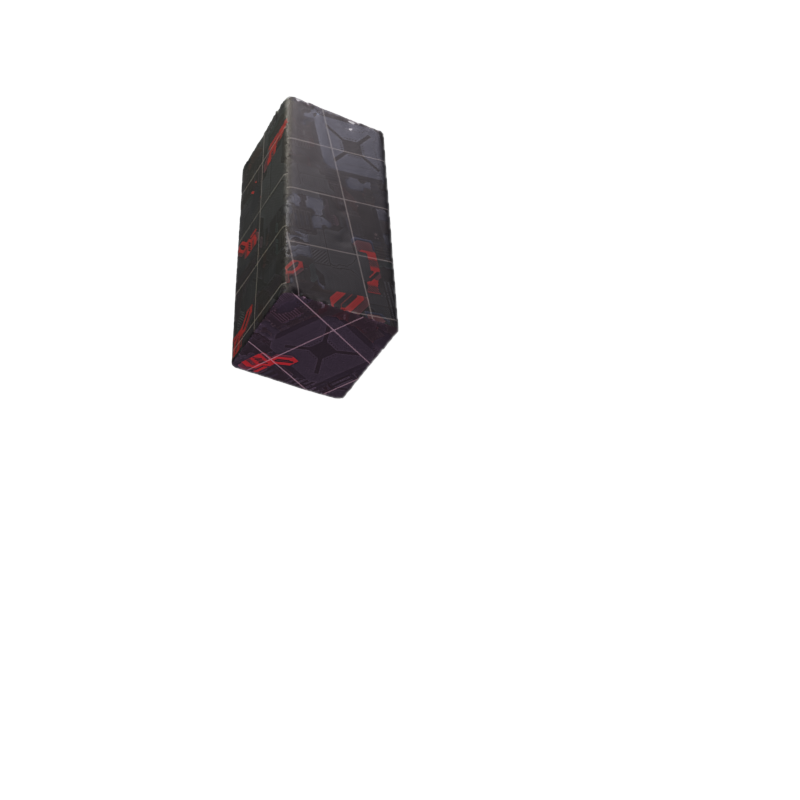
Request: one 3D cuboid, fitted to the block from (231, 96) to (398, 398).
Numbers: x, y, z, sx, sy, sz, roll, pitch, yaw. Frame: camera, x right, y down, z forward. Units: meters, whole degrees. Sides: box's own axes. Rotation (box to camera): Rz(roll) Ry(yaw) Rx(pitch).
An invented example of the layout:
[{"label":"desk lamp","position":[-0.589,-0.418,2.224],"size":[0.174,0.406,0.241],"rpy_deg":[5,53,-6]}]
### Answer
[{"label":"block","position":[-0.066,-0.119,0.830],"size":[0.087,0.221,0.088],"rpy_deg":[17,-45,-22]}]
